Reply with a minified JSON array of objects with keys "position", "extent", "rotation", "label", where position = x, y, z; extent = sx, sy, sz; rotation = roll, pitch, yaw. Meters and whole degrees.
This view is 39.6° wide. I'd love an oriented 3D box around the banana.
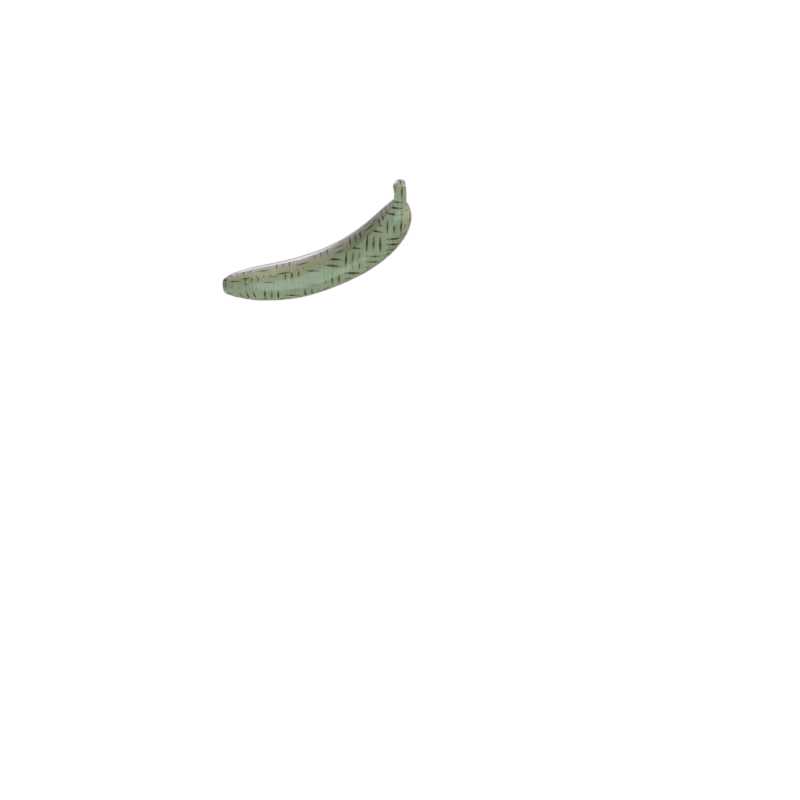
[{"position":[-0.063,-0.130,0.987],"extent":[0.197,0.065,0.039],"rotation":[-28,33,19],"label":"banana"}]
